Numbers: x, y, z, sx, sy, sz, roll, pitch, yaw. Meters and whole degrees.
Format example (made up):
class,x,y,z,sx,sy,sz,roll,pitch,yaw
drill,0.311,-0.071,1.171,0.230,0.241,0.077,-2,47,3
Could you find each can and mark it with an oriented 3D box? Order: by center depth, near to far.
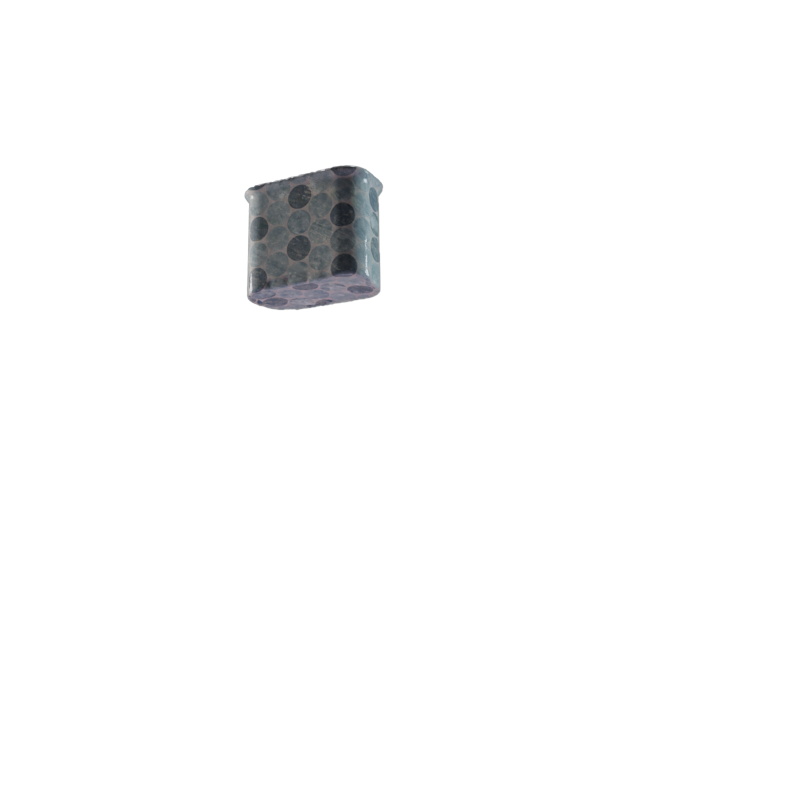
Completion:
class,x,y,z,sx,sy,sz,roll,pitch,yaw
can,-0.064,-0.116,0.810,0.104,0.088,0.054,-9,-21,24
